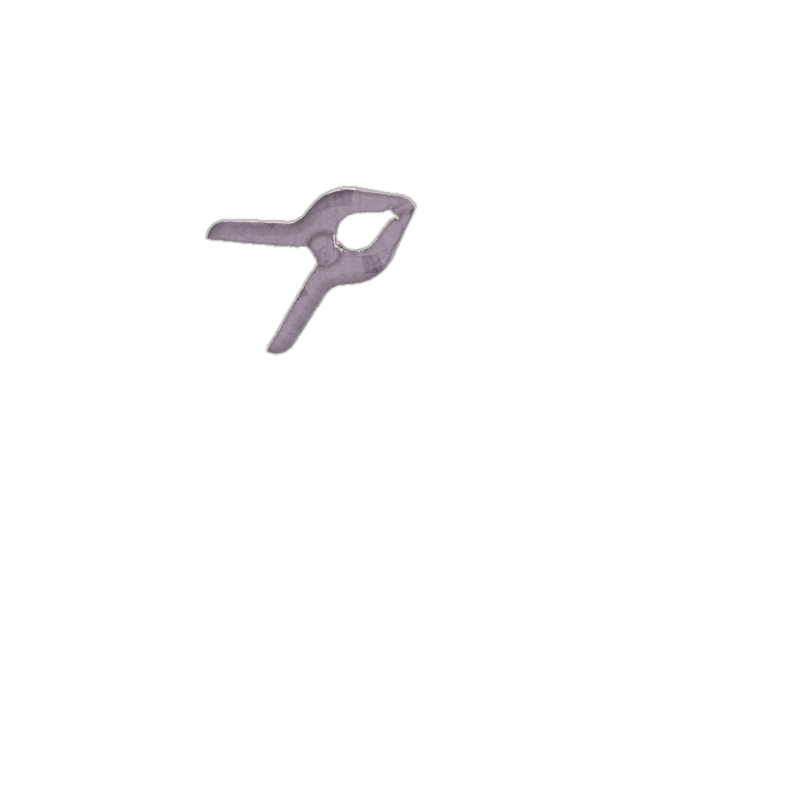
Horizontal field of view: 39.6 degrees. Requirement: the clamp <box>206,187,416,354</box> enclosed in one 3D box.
[{"bbox_3d":[-0.071,-0.130,0.913,0.171,0.118,0.040,-36,8,5],"label":"clamp"}]
